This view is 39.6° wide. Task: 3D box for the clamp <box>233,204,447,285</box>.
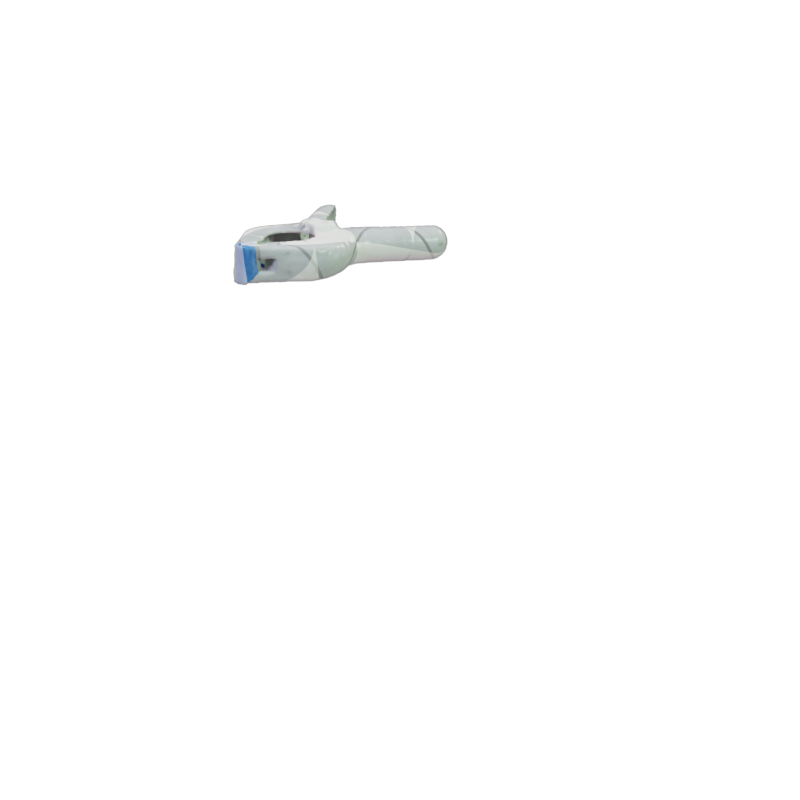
[{"bbox_3d":[-0.063,-0.115,0.806,0.167,0.038,0.127,-14,20,-41],"label":"clamp"}]
